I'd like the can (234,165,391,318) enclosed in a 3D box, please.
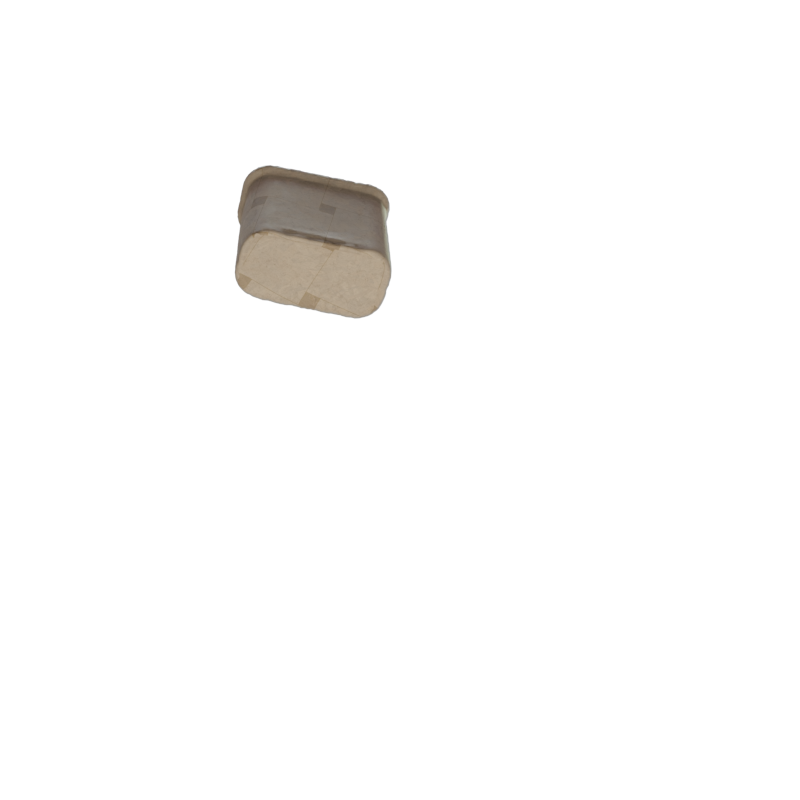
[{"bbox_3d":[-0.057,-0.103,0.725,0.100,0.054,0.089,10,35,-9],"label":"can"}]
